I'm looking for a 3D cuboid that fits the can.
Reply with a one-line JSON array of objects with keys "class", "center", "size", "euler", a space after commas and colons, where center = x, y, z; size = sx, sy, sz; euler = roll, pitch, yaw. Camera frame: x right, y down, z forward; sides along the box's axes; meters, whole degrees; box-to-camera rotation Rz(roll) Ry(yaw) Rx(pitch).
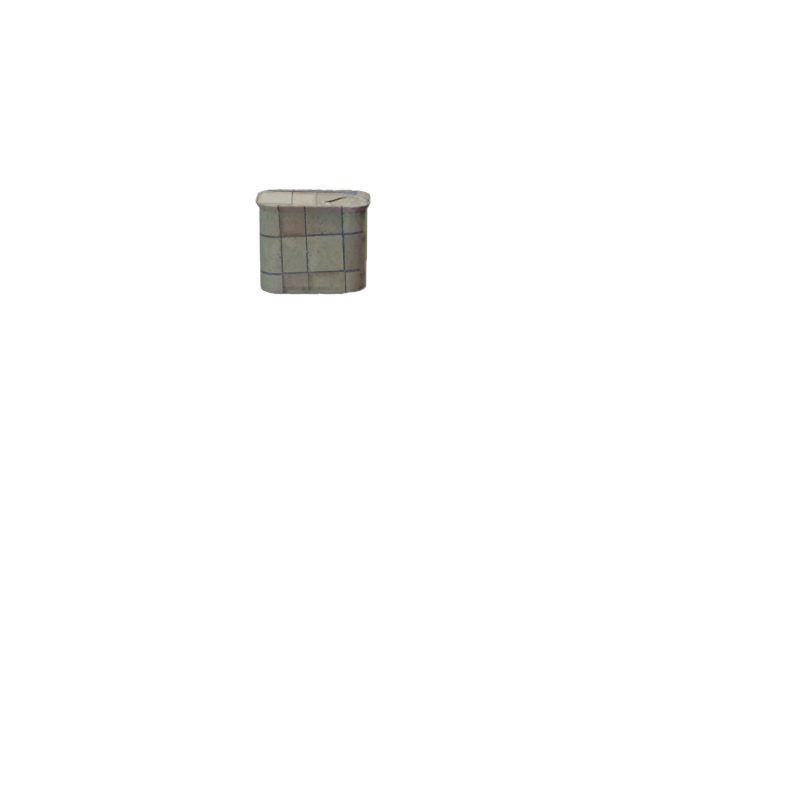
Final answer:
[{"class": "can", "center": [-0.078, -0.142, 0.997], "size": [0.102, 0.080, 0.060], "euler": [1, 20, 0]}]
